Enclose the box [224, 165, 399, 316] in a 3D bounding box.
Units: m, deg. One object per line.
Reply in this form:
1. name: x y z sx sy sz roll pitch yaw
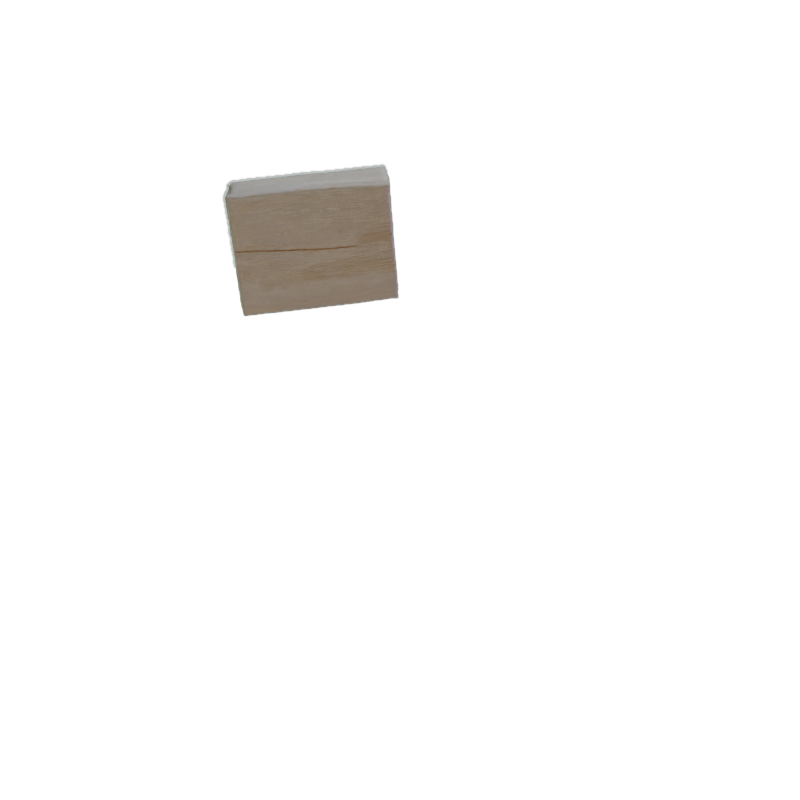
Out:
1. box: -0.060 -0.110 0.772 0.114 0.085 0.041 -5 23 2
